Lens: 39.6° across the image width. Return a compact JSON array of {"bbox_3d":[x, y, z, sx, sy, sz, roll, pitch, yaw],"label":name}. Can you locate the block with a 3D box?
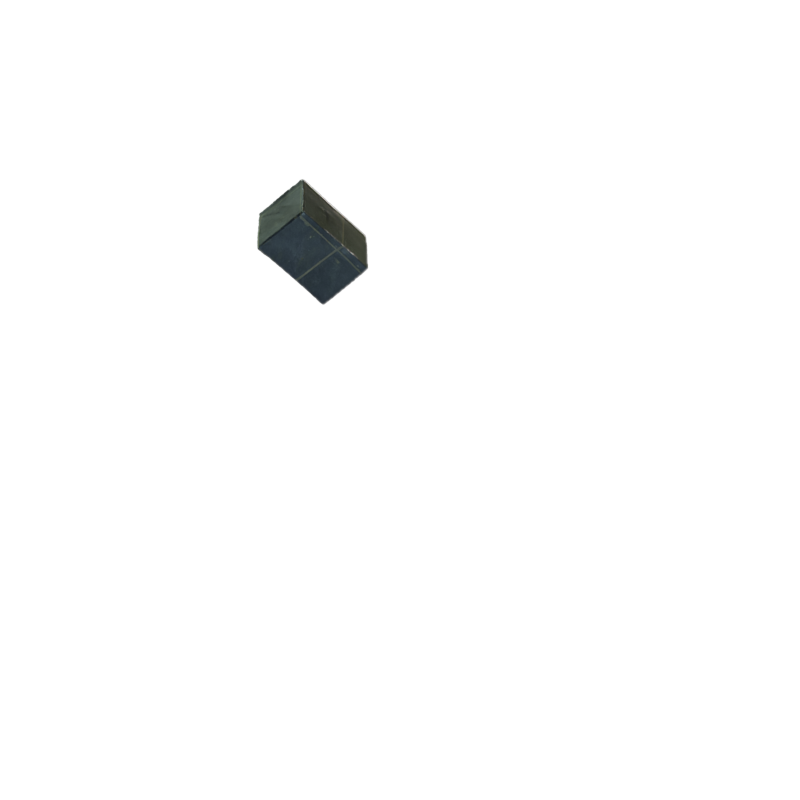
[{"bbox_3d":[-0.070,-0.128,0.894,0.052,0.073,0.055,-37,29,22],"label":"block"}]
